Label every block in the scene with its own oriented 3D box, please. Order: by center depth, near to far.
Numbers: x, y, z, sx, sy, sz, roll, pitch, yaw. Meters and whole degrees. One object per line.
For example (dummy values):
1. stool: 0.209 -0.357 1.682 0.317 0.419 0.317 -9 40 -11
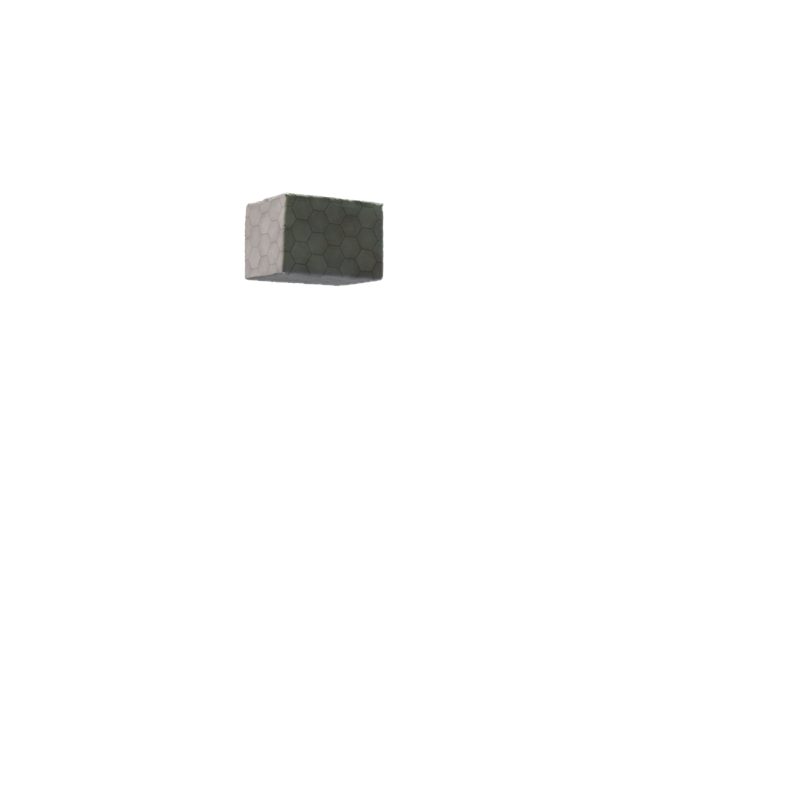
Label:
1. block: -0.057 -0.103 0.723 0.075 0.052 0.054 1 -3 -35
